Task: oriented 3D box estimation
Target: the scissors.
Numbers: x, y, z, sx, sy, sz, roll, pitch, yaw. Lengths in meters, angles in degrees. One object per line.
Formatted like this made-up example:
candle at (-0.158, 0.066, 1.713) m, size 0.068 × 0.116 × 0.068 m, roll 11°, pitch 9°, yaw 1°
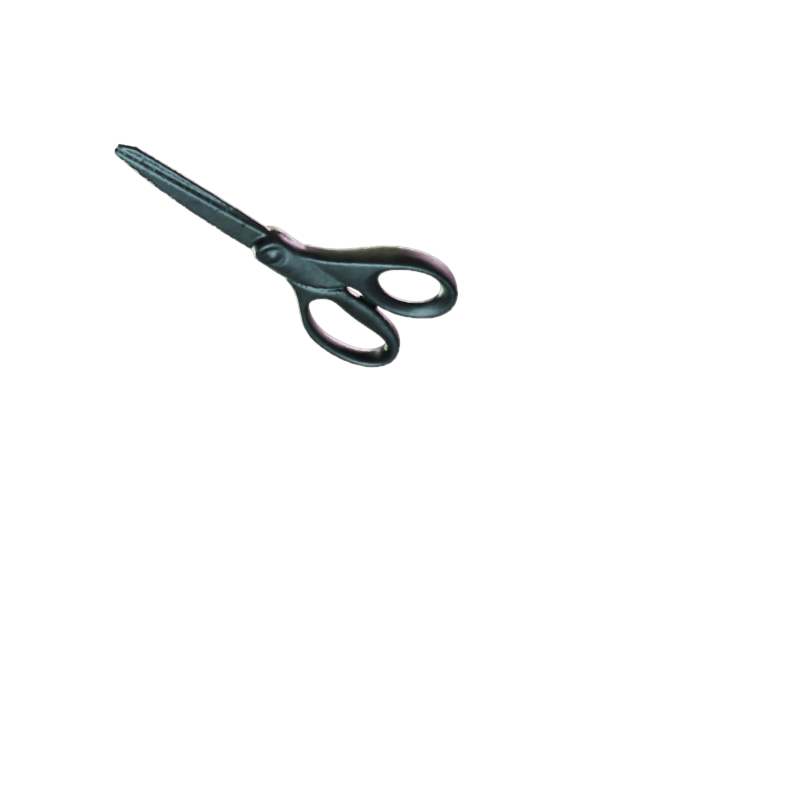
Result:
scissors at (-0.044, -0.080, 0.558) m, size 0.097 × 0.017 × 0.186 m, roll -21°, pitch -44°, yaw 23°
